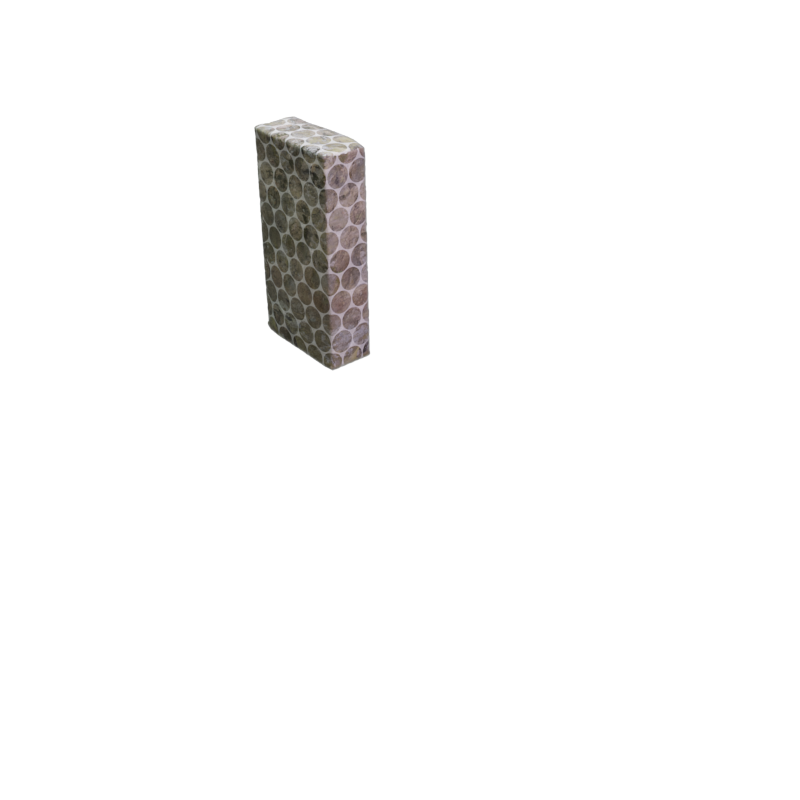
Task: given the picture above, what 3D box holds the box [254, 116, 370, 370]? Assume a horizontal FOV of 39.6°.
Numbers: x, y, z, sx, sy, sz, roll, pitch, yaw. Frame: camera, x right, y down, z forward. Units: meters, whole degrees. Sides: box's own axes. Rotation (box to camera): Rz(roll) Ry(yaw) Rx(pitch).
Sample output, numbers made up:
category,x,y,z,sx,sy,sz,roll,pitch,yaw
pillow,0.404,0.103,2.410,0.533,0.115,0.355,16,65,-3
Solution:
category,x,y,z,sx,sy,sz,roll,pitch,yaw
box,-0.067,-0.122,0.856,0.047,0.167,0.100,-17,32,-34
